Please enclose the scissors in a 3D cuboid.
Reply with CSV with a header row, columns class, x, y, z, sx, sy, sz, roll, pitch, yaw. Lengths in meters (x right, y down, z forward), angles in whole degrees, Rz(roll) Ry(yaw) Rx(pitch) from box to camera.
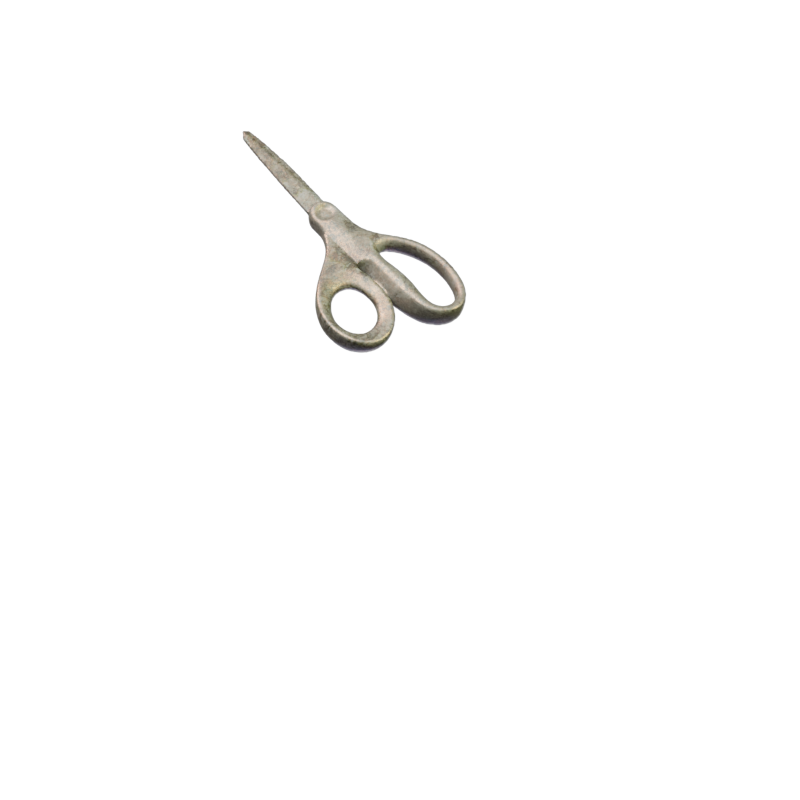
class,x,y,z,sx,sy,sz,roll,pitch,yaw
scissors,-0.053,-0.097,0.683,0.213,0.015,0.098,34,58,24
